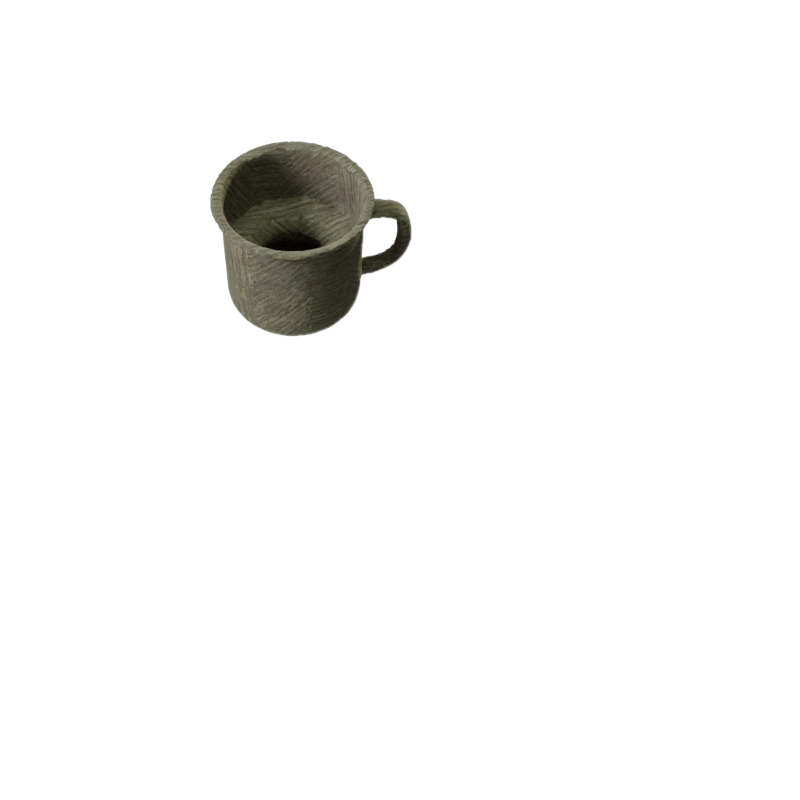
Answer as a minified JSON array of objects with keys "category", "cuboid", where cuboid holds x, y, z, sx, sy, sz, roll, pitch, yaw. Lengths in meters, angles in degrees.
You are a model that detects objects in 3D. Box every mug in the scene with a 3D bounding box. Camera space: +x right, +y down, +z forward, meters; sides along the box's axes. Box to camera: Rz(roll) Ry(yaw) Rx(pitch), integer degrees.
[{"category":"mug","cuboid":[-0.051,-0.094,0.658,0.116,0.101,0.076,-8,-38,-7]}]
